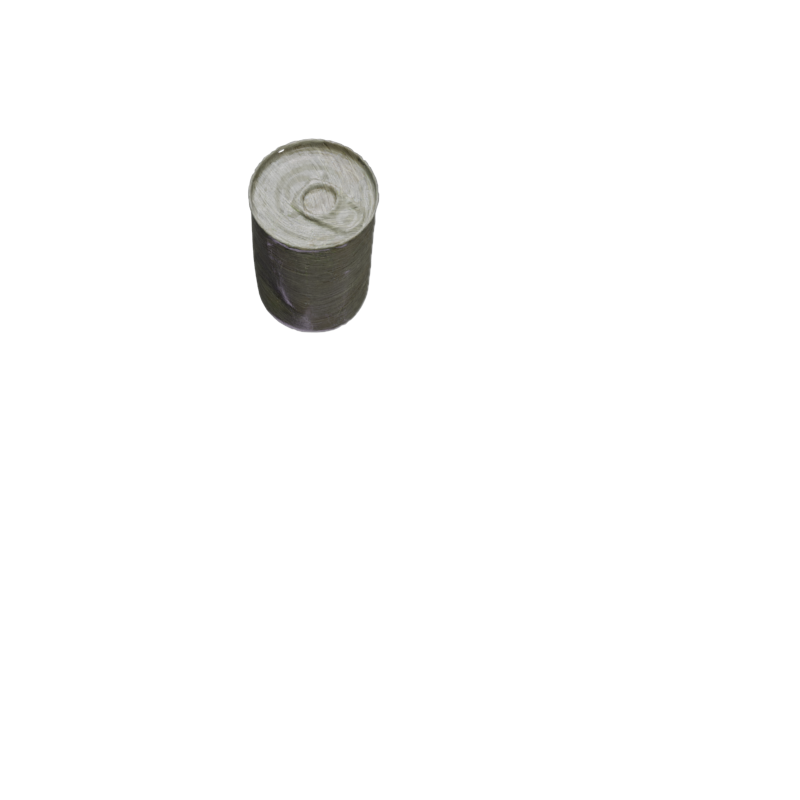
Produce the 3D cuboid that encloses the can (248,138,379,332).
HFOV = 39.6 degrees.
[{"bbox_3d":[-0.048,-0.088,0.615,0.068,0.073,0.096,0,-26,-3],"label":"can"}]
